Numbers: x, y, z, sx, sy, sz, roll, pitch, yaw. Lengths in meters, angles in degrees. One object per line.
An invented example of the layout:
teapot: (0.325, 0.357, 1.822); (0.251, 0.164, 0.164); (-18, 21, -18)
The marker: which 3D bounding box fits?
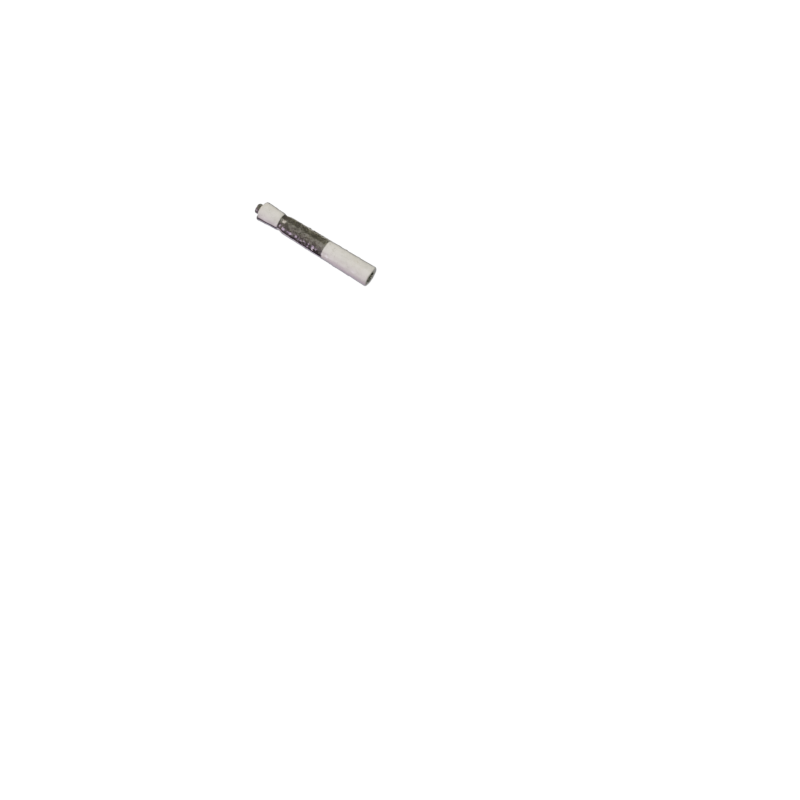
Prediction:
marker: (-0.076, -0.138, 0.967); (0.125, 0.019, 0.019); (33, 12, 15)
